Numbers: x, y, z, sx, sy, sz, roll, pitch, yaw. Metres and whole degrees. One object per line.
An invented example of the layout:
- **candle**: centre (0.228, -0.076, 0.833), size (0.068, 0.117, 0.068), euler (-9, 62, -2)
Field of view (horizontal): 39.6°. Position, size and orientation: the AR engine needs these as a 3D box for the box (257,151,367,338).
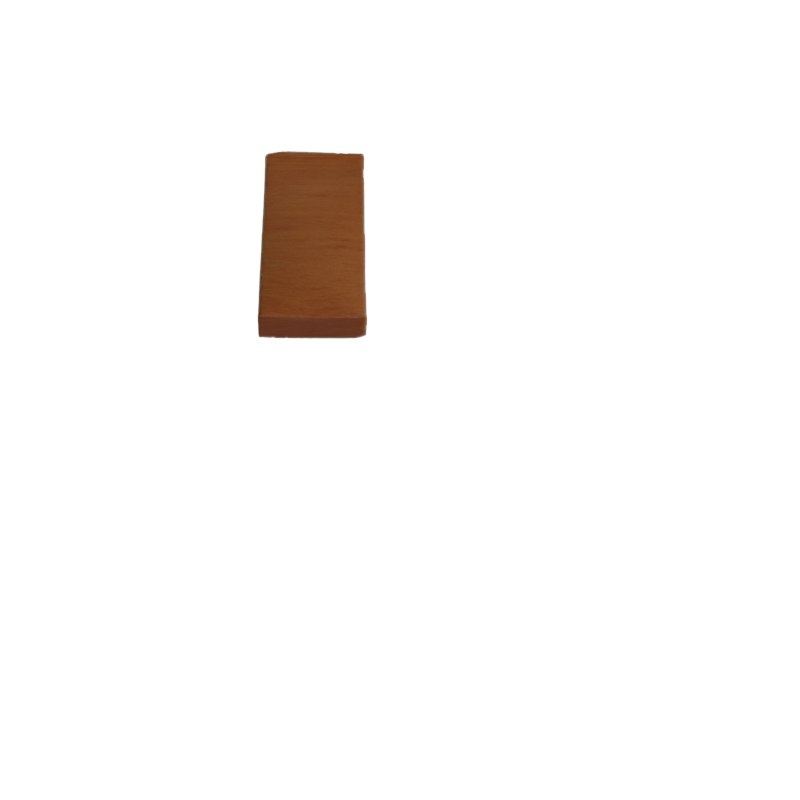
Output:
- **box**: centre (-0.077, -0.140, 0.980), size (0.093, 0.188, 0.045), euler (0, -30, -3)
